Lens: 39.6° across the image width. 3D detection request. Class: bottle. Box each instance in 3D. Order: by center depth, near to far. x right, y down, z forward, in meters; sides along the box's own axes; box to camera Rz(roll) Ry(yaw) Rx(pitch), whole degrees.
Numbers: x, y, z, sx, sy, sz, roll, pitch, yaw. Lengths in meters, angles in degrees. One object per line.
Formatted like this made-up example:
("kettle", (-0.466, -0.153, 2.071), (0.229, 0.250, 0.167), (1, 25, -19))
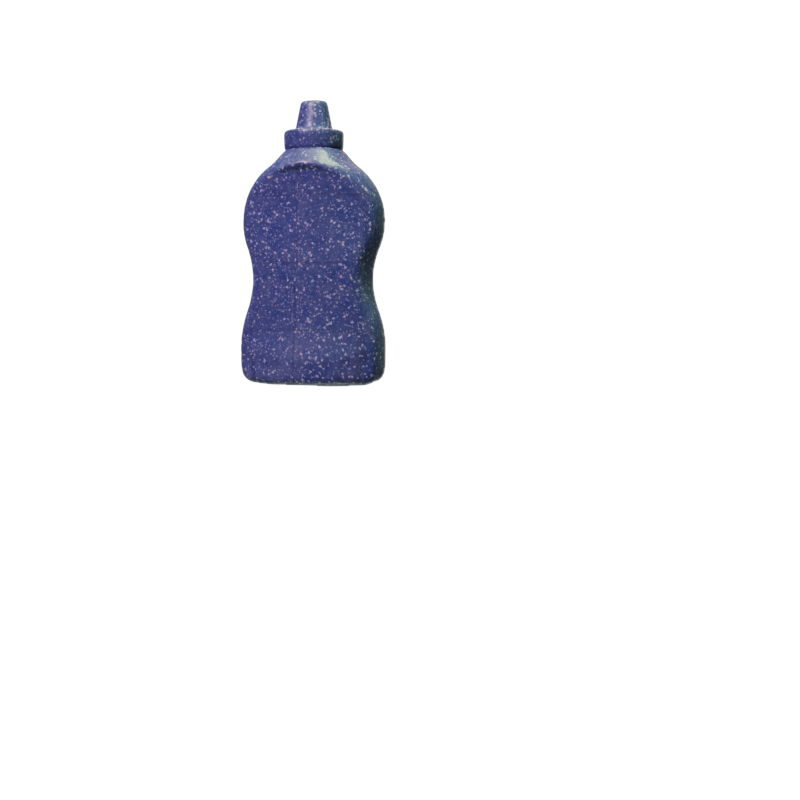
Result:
("bottle", (-0.059, -0.108, 0.756), (0.098, 0.192, 0.057), (0, -1, 17))
